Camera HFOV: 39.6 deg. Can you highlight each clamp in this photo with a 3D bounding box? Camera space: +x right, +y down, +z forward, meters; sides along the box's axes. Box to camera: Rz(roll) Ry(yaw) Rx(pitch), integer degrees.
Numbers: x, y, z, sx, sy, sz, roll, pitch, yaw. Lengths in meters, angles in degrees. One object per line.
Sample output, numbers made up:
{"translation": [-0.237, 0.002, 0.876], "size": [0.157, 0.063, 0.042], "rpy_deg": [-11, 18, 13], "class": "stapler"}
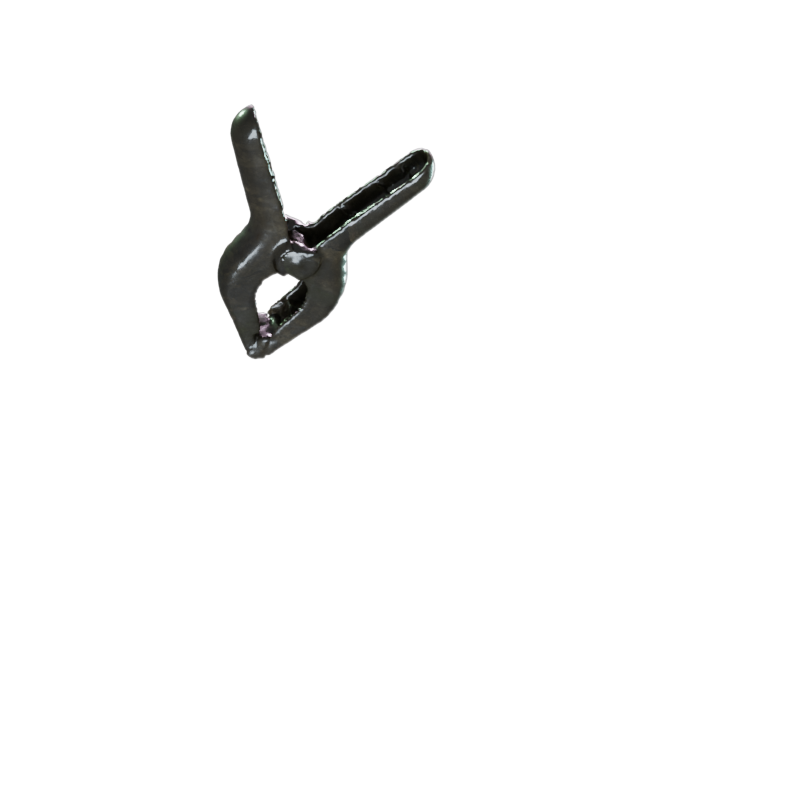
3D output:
{"translation": [-0.052, -0.095, 0.663], "size": [0.118, 0.162, 0.042], "rpy_deg": [10, 41, -9], "class": "clamp"}
